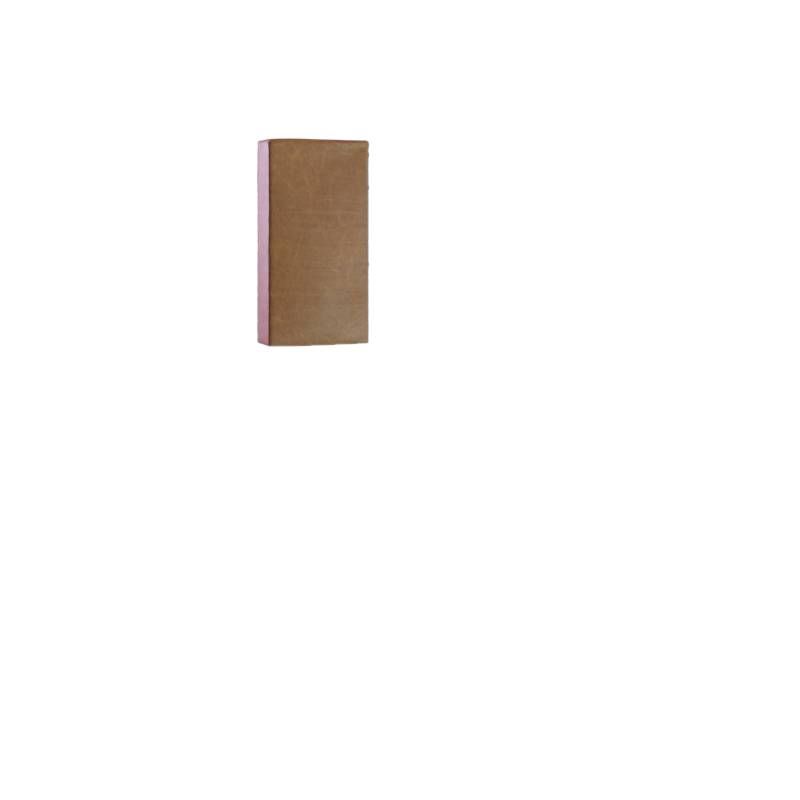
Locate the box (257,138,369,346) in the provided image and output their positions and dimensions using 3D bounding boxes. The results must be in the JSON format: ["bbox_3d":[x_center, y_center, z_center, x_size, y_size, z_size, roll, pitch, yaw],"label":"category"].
[{"bbox_3d":[-0.075,-0.137,0.957,0.091,0.175,0.049,-1,4,-19],"label":"box"}]
